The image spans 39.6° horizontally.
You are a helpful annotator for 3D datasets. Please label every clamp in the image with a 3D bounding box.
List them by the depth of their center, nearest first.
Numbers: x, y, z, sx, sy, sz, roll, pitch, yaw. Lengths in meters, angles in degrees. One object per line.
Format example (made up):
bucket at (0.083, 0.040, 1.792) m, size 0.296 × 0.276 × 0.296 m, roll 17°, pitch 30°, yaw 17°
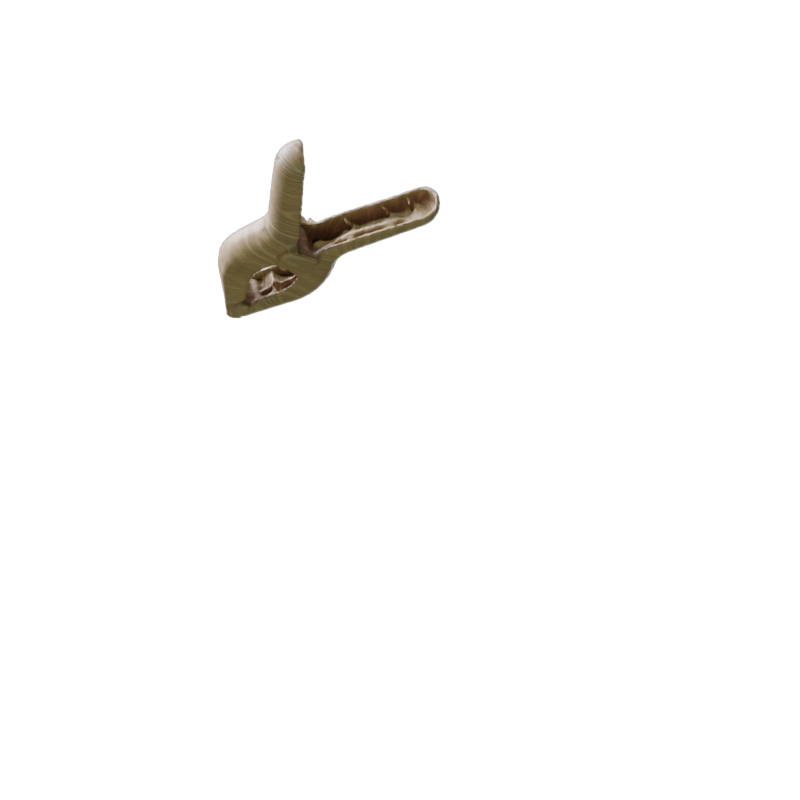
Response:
clamp at (-0.057, -0.105, 0.734) m, size 0.115 × 0.042 × 0.168 m, roll 15°, pitch -33°, yaw -26°
